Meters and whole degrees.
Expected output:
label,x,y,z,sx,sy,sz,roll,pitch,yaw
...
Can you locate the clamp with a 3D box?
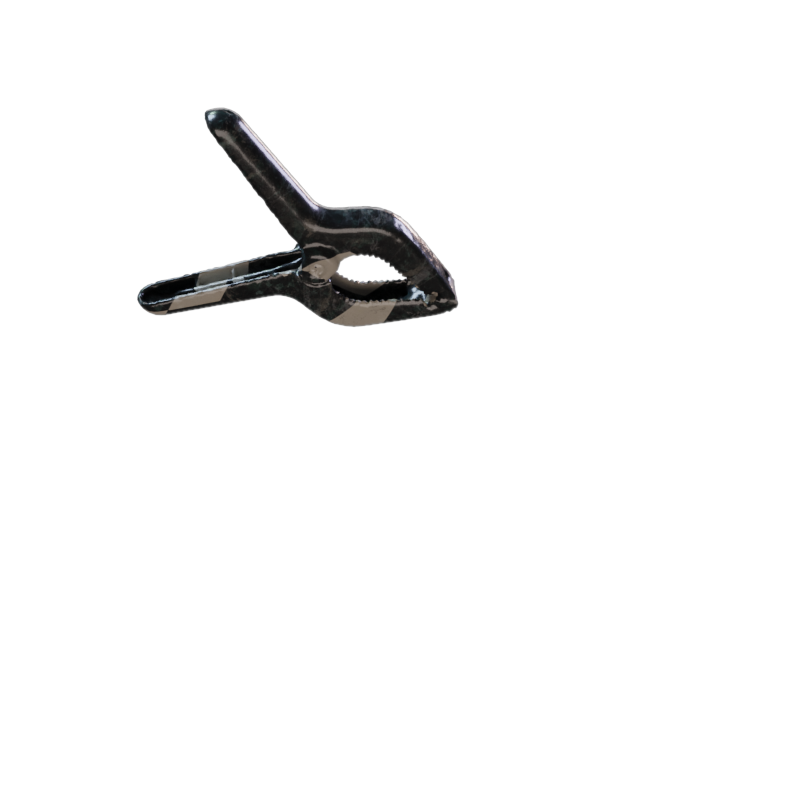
label,x,y,z,sx,sy,sz,roll,pitch,yaw
clamp,-0.057,-0.104,0.727,0.206,0.156,0.039,11,40,-10
